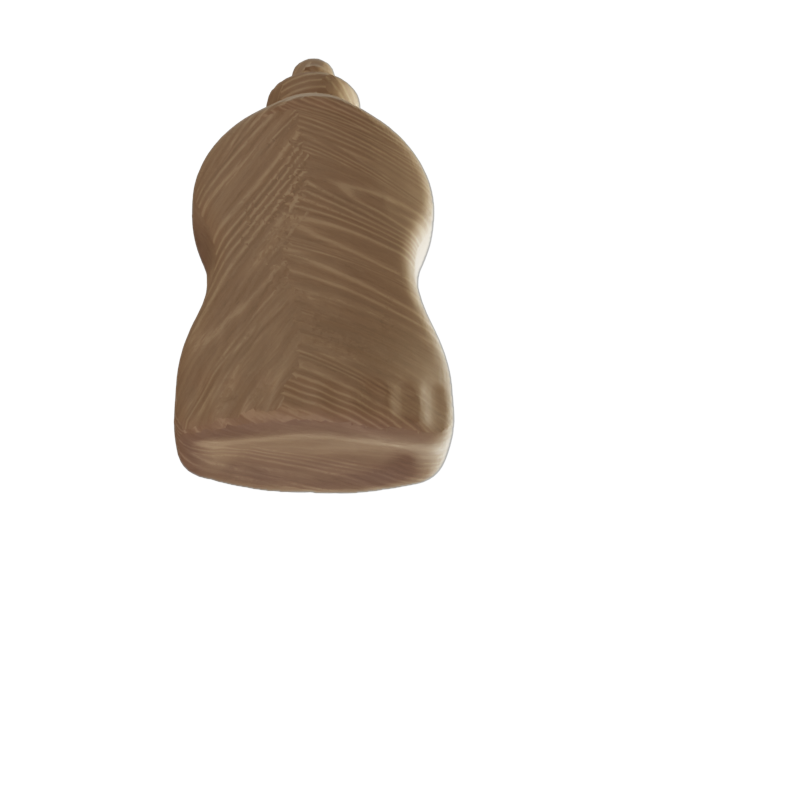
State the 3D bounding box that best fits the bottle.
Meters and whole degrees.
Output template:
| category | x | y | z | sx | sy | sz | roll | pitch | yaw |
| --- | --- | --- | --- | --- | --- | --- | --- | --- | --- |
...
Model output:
| category | x | y | z | sx | sy | sz | roll | pitch | yaw |
| --- | --- | --- | --- | --- | --- | --- | --- | --- | --- |
| bottle | -0.034 | -0.062 | 0.435 | 0.096 | 0.205 | 0.055 | 0 | -36 | -3 |
